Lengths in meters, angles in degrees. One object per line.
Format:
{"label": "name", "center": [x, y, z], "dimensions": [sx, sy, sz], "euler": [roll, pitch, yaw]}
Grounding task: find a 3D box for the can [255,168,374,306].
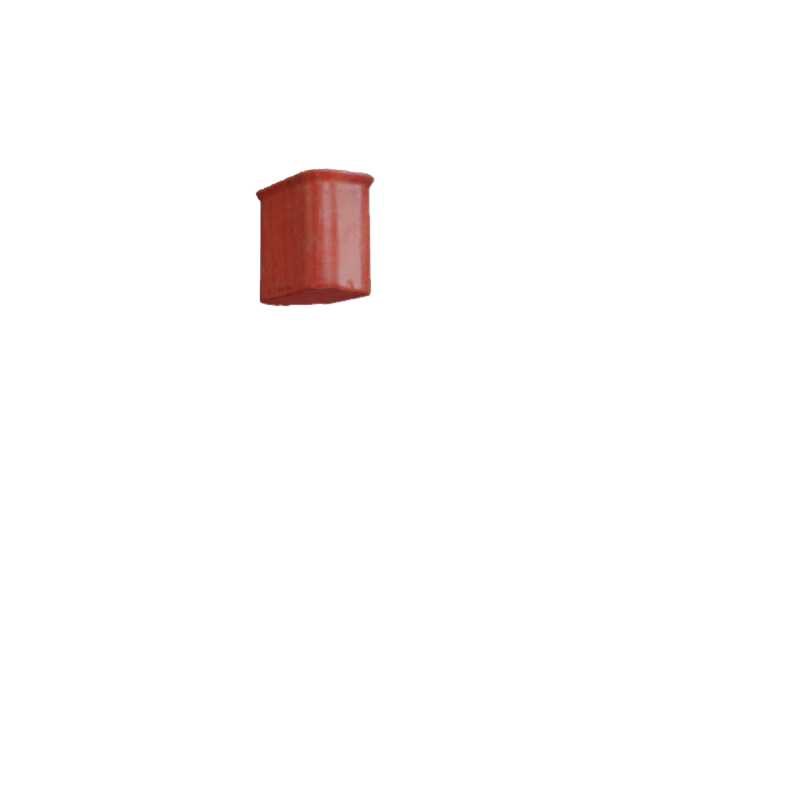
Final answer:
{"label": "can", "center": [-0.062, -0.113, 0.795], "dimensions": [0.055, 0.086, 0.104], "euler": [4, -7, -32]}
